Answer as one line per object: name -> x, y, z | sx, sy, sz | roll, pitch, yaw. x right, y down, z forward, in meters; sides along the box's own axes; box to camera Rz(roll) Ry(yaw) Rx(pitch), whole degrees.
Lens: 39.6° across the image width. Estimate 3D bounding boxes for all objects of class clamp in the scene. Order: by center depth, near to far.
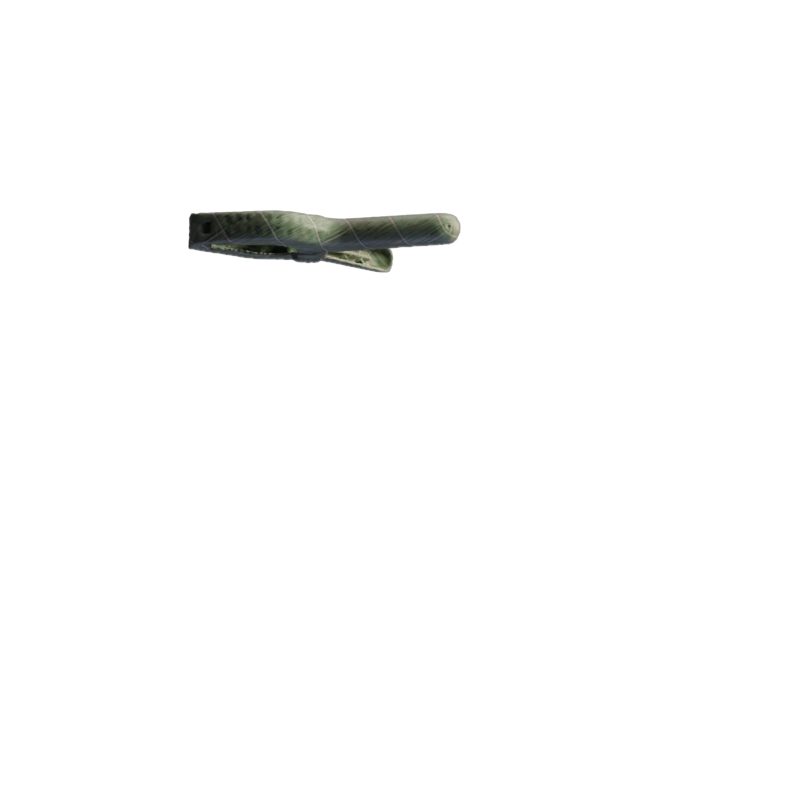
clamp -> -0.073, -0.132, 0.928 | 0.207, 0.037, 0.164 | 1, -5, -11
